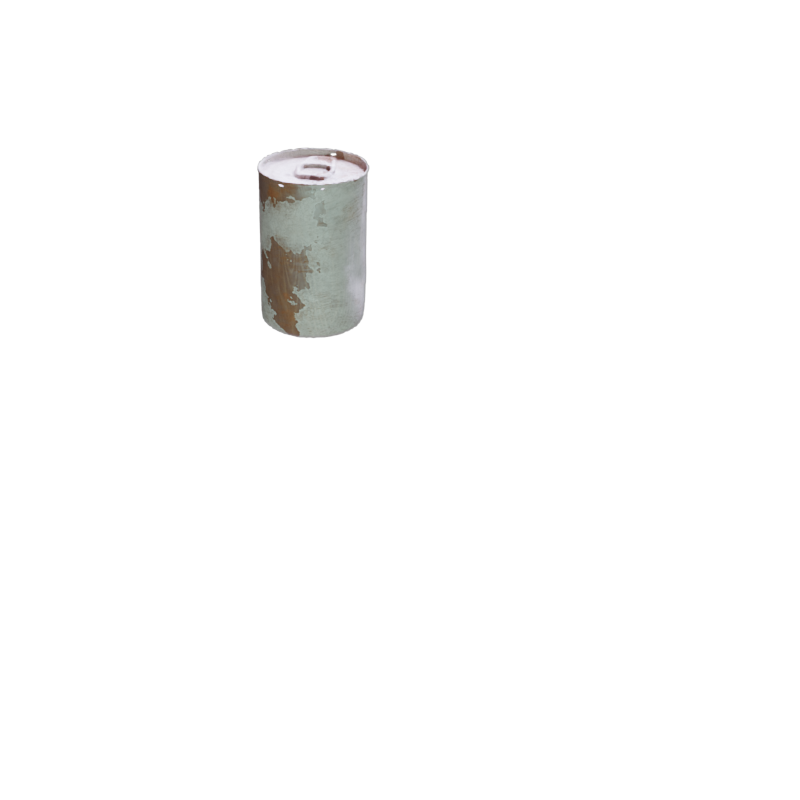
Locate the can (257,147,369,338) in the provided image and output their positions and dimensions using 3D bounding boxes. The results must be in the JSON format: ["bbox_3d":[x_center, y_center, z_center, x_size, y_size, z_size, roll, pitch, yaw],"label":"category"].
[{"bbox_3d":[-0.054,-0.099,0.691,0.068,0.097,0.072,0,27,-2],"label":"can"}]
